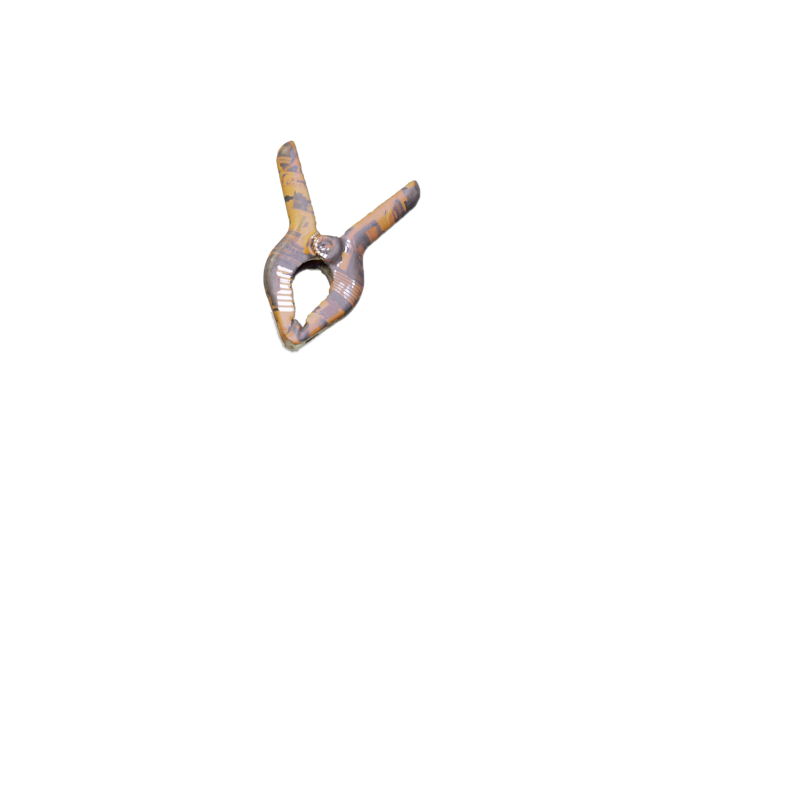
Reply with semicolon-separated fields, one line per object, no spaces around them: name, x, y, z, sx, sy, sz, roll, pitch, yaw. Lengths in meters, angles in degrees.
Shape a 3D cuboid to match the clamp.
clamp;-0.069;-0.126;0.881;0.123;0.177;0.037;23;-22;9
